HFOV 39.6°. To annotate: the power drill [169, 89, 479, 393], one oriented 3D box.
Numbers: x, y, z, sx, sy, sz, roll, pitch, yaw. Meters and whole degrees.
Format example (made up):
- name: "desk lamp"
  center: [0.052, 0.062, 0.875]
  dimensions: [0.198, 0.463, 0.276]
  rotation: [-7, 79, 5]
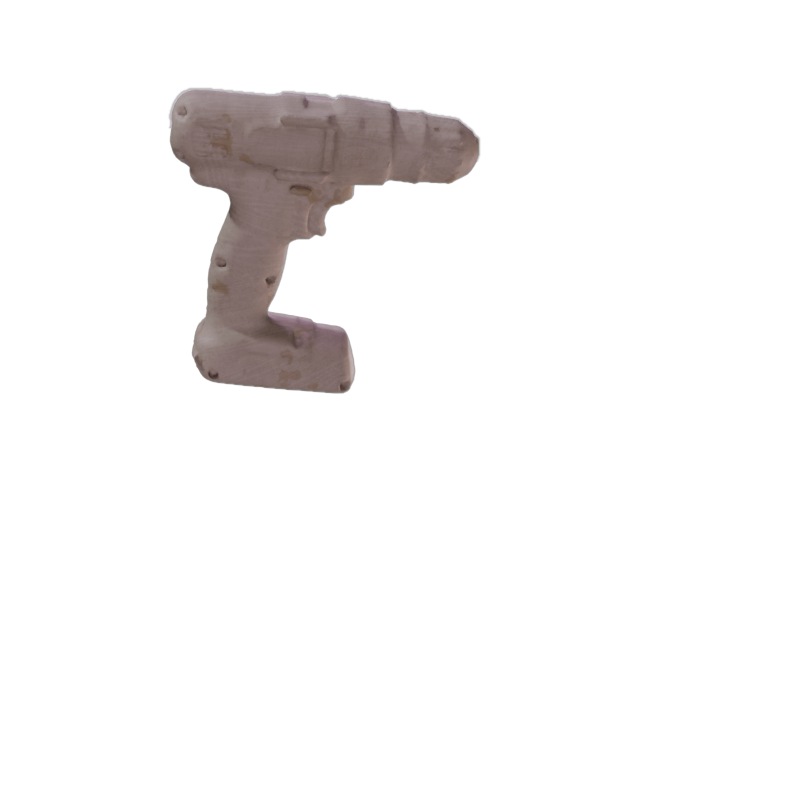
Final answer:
- name: "power drill"
  center: [-0.054, -0.098, 0.687]
  dimensions: [0.183, 0.179, 0.060]
  rotation: [7, 24, -3]
